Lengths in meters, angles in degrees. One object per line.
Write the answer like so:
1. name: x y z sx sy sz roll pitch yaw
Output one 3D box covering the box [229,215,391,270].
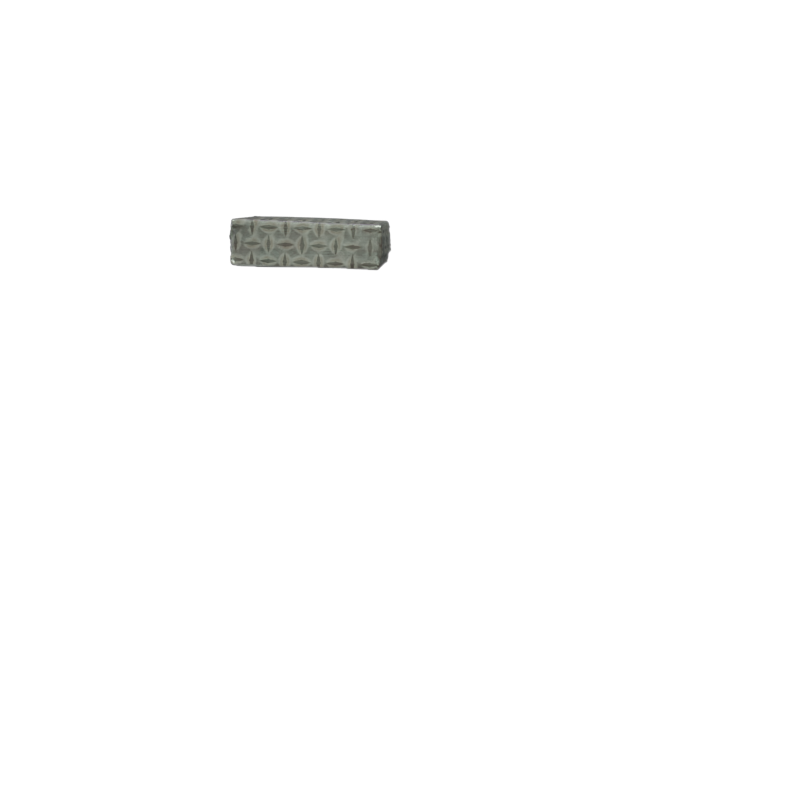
1. box: -0.066 -0.121 0.844 0.114 0.038 0.090 1 8 6
